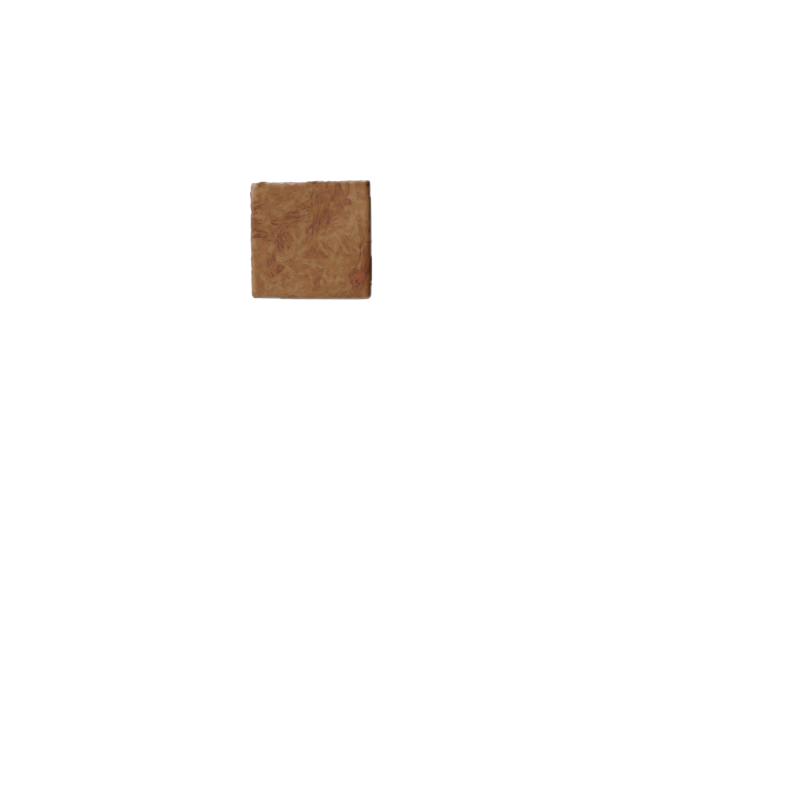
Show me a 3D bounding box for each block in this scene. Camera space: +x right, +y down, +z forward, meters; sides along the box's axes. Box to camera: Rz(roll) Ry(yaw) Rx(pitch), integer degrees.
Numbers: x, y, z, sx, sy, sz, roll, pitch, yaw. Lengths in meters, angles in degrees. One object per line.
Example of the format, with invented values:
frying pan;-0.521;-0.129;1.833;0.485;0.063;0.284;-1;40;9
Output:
block;-0.040;-0.073;0.509;0.053;0.051;0.078;0;4;-2
